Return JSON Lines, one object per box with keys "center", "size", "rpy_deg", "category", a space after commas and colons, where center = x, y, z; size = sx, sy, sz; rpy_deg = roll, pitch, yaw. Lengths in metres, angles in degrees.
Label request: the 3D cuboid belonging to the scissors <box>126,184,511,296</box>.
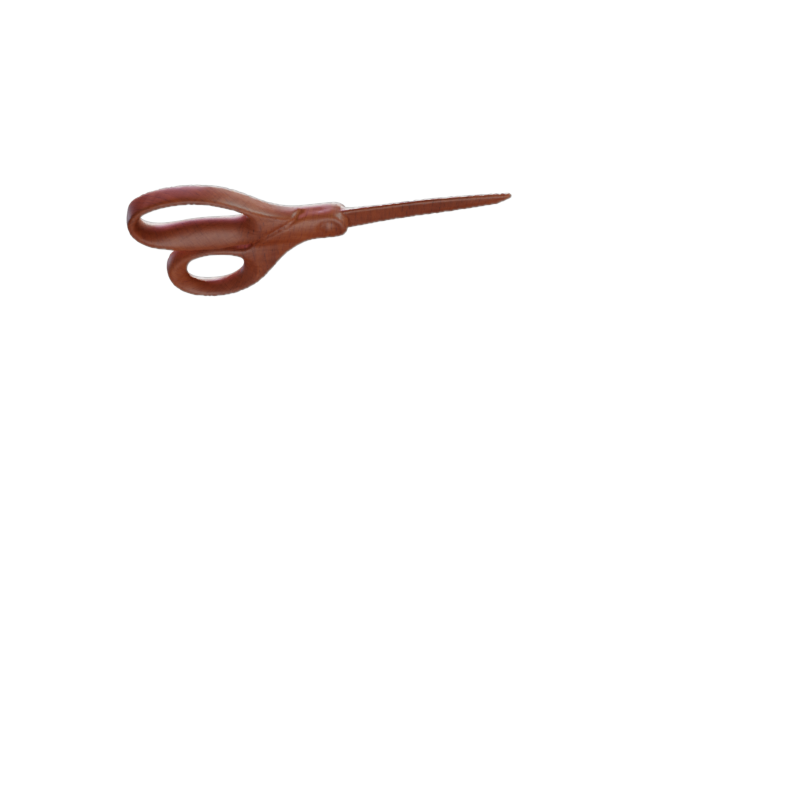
{"center": [-0.048, -0.087, 0.609], "size": [0.201, 0.017, 0.090], "rpy_deg": [2, -32, -4], "category": "scissors"}
